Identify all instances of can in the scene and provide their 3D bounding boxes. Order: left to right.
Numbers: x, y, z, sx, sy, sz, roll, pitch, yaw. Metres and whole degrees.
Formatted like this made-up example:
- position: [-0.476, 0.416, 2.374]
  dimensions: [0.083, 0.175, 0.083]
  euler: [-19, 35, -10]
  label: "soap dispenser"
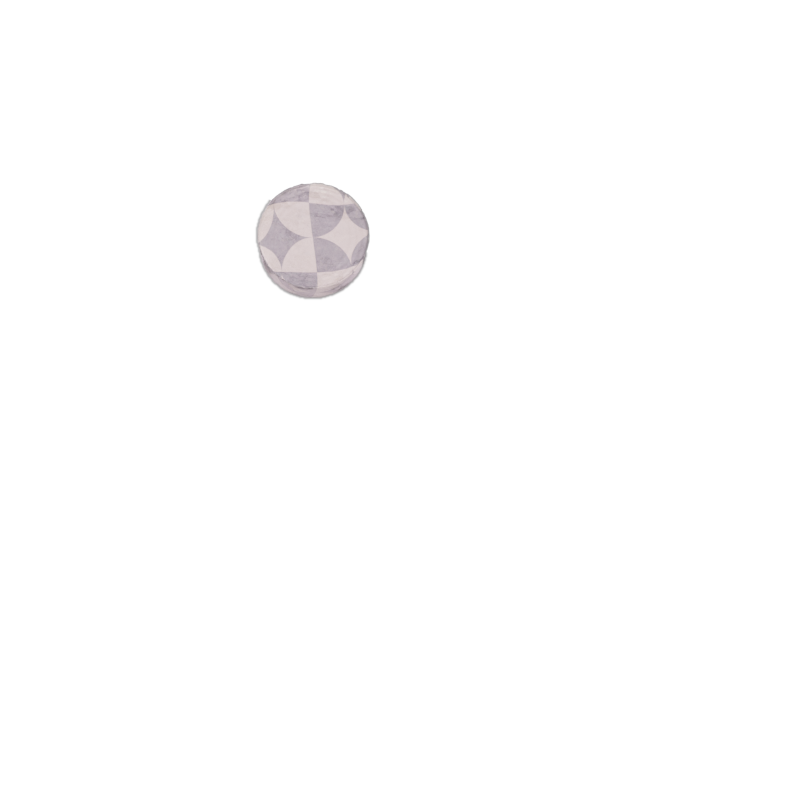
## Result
- position: [-0.067, -0.123, 0.860]
  dimensions: [0.086, 0.090, 0.032]
  euler: [-1, -18, -1]
  label: "can"
